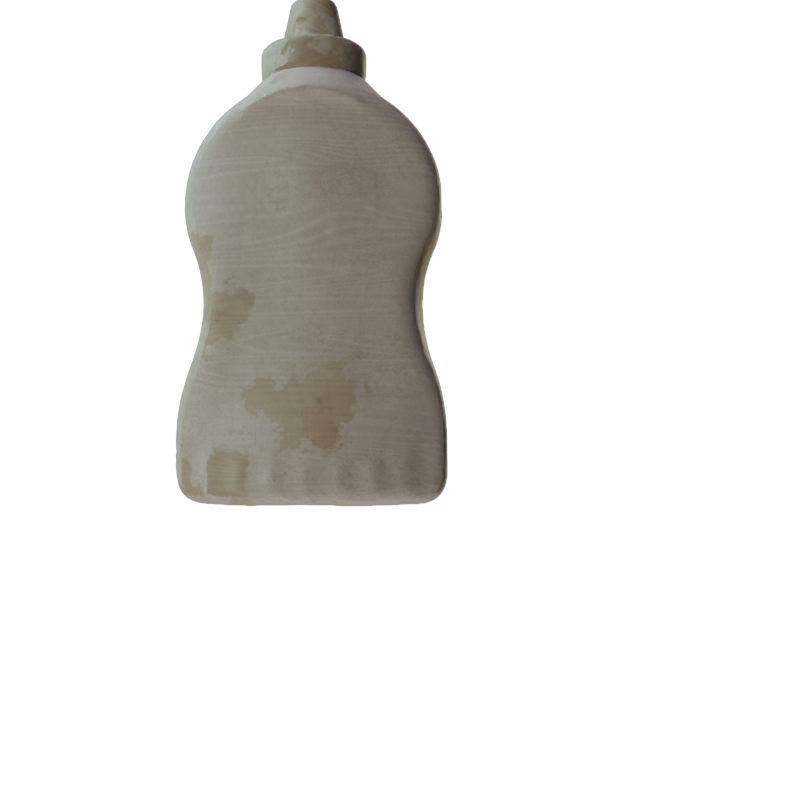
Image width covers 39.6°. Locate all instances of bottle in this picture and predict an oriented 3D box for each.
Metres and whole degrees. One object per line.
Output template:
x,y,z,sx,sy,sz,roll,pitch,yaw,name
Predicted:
-0.032,-0.059,0.415,0.097,0.197,0.056,-2,-11,6,bottle
